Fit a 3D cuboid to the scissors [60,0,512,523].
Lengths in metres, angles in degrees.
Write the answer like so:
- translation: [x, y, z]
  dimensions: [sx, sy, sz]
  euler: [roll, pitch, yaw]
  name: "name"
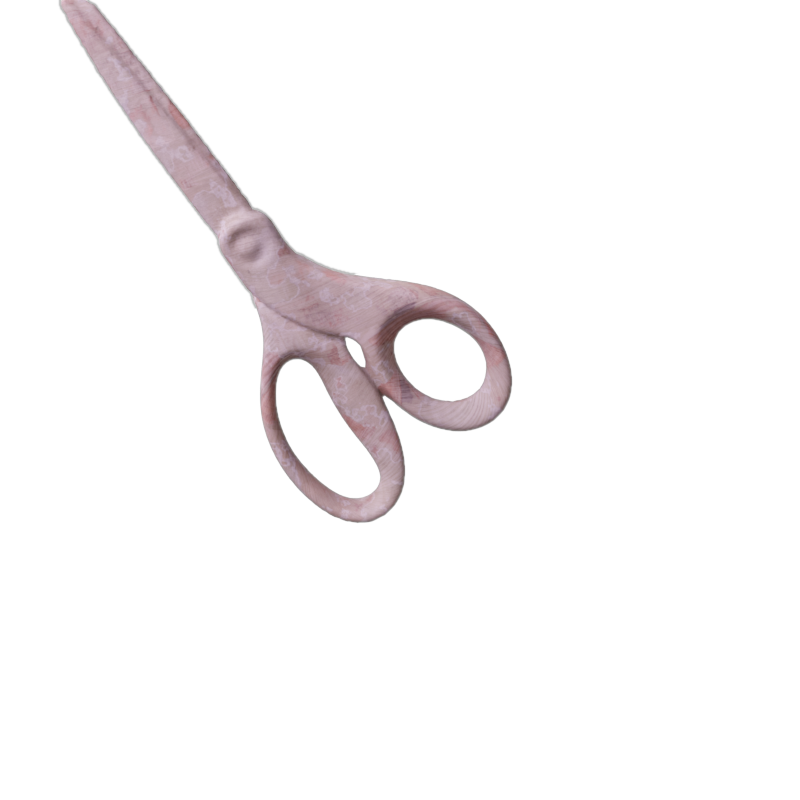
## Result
- translation: [-0.029, -0.052, 0.365]
  dimensions: [0.096, 0.194, 0.016]
  euler: [-19, 15, 5]
  name: "scissors"
